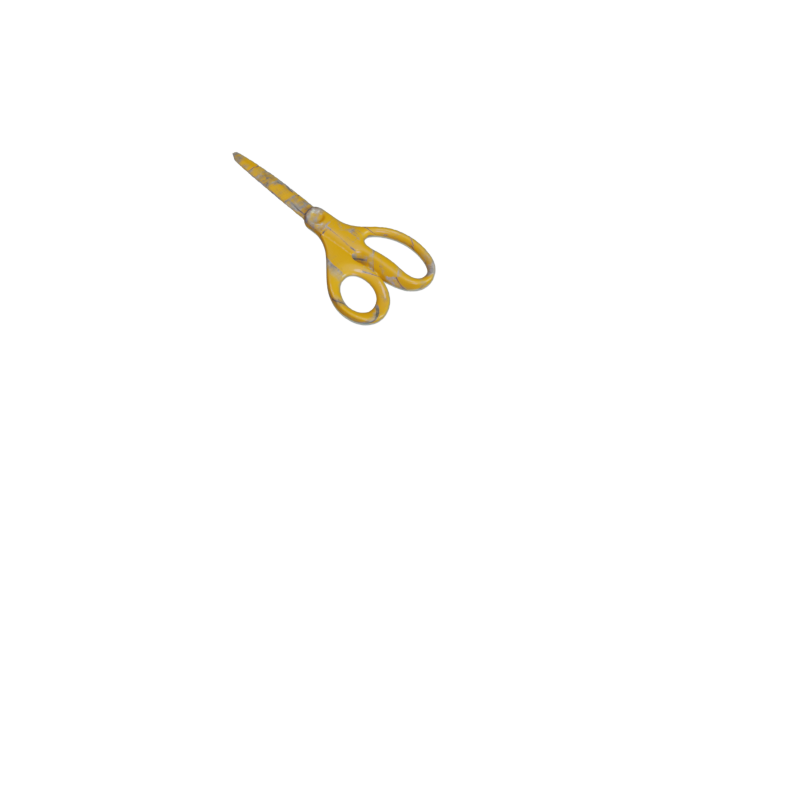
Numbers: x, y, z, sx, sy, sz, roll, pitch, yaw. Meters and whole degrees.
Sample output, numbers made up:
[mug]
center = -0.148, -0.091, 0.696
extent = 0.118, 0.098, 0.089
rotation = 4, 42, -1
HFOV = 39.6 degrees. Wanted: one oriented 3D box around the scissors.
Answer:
[scissors]
center = -0.071, -0.129, 0.903
extent = 0.207, 0.099, 0.015
rotation = 25, -25, 13
